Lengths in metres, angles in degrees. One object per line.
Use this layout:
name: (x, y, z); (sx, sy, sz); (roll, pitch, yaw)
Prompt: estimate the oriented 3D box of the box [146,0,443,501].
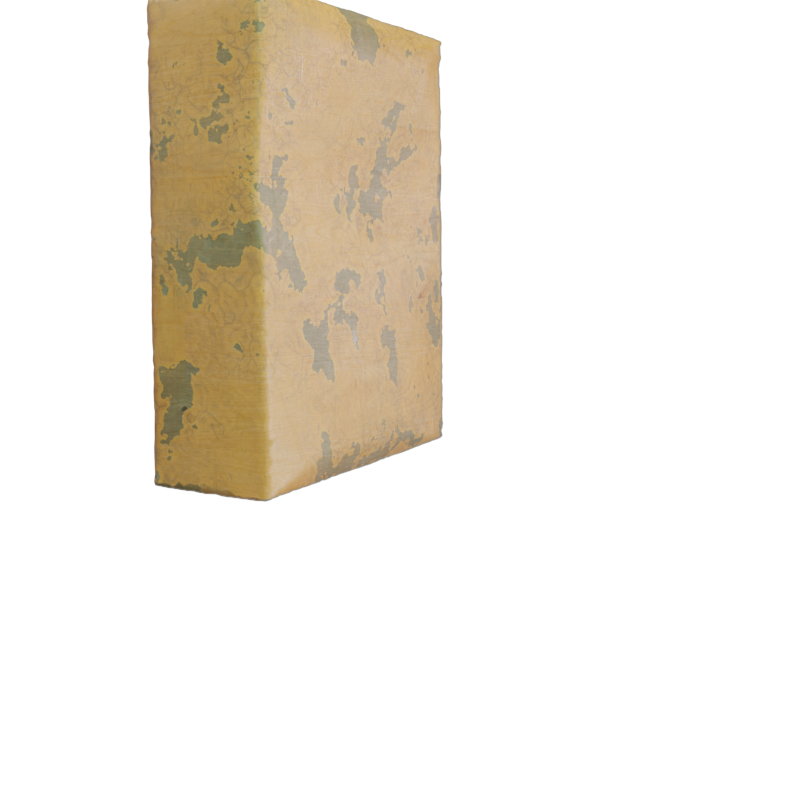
box: (-0.041, -0.075, 0.528); (0.074, 0.213, 0.159); (1, 3, 31)
